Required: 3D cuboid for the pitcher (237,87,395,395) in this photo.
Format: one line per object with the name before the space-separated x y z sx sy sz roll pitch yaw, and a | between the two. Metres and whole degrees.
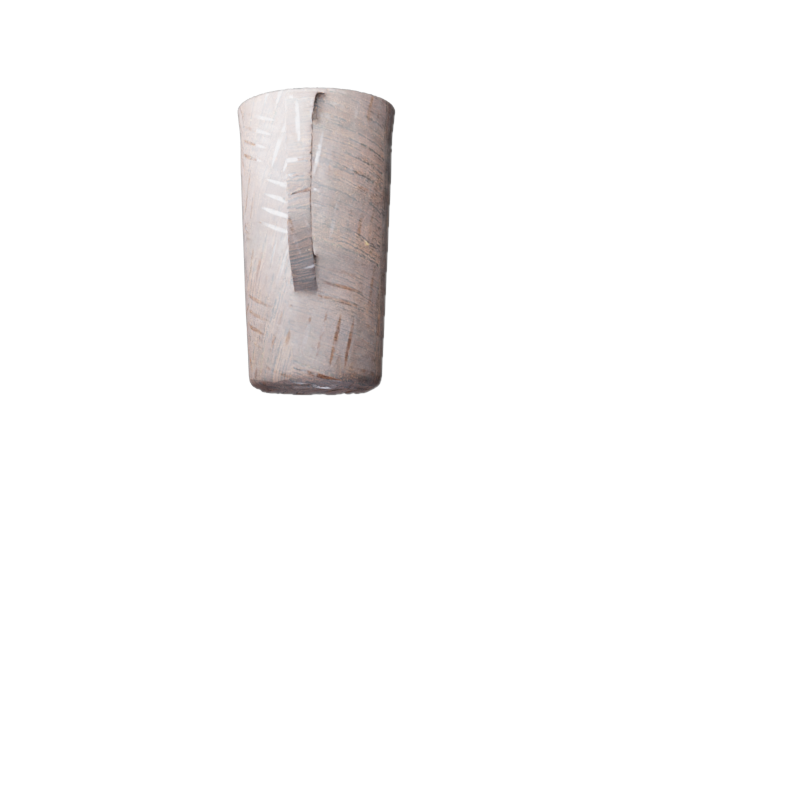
pitcher | -0.071 -0.130 0.908 0.142 0.249 0.148 7 -12 -41
